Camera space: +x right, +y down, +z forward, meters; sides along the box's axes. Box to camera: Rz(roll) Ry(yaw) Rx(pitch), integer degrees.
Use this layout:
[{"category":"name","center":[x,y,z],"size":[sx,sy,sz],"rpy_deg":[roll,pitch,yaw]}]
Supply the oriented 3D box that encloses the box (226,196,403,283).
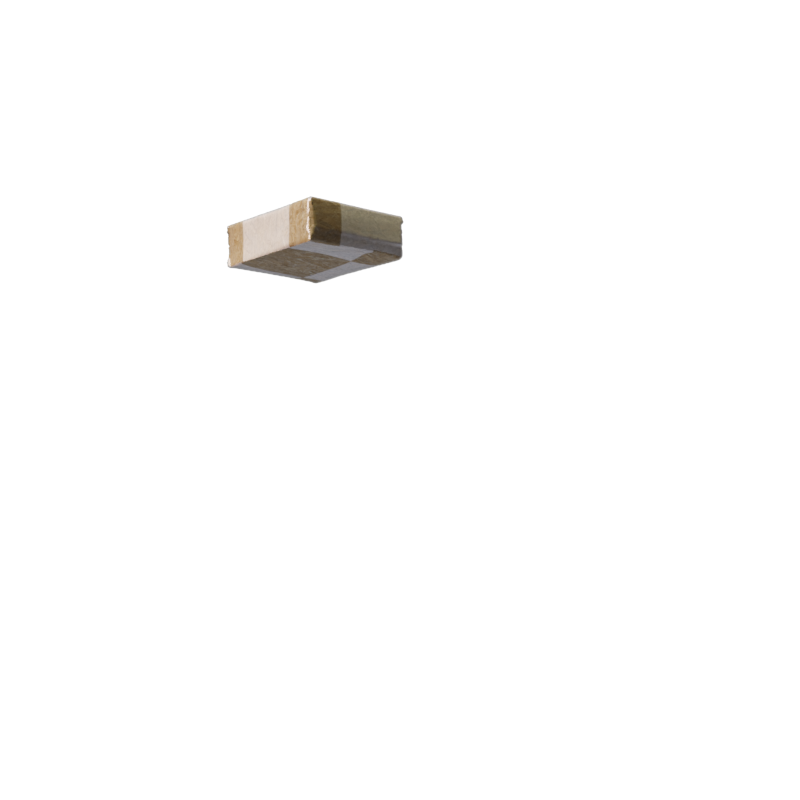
[{"category":"box","center":[-0.067,-0.122,0.856],"size":[0.085,0.040,0.116],"rpy_deg":[8,-12,-40]}]
